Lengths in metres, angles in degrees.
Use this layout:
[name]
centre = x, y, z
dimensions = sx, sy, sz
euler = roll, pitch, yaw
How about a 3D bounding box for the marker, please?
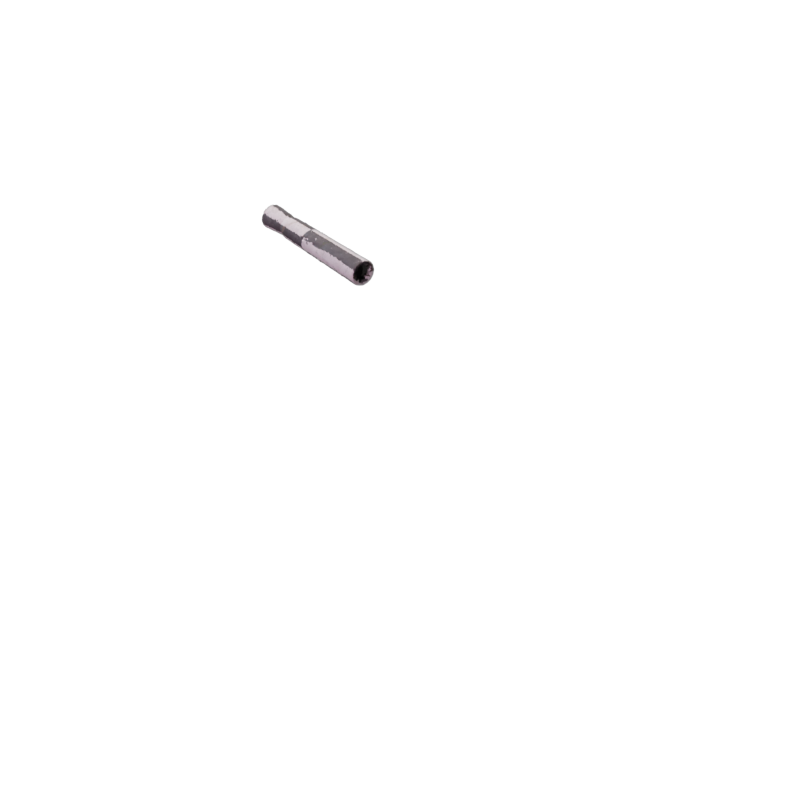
[marker]
centre = -0.062, -0.113, 0.791
dimensions = 0.019, 0.019, 0.130
euler = -3, 27, -38
